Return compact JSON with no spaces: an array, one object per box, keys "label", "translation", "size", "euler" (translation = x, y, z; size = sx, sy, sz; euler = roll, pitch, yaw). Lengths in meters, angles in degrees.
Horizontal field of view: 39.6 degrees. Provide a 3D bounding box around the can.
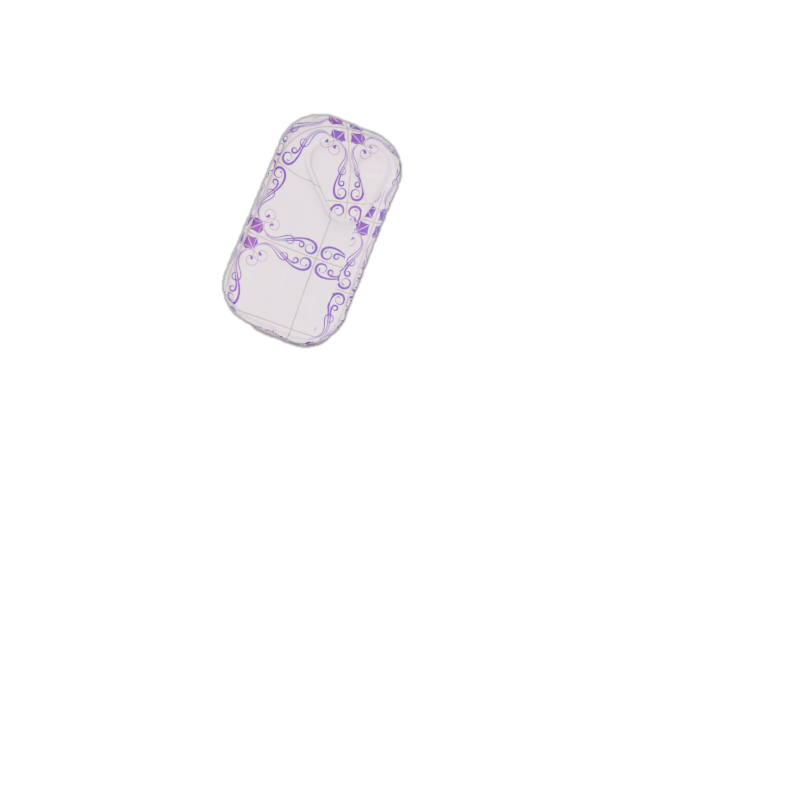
[{"label":"can","translation":[-0.042,-0.077,0.537],"size":[0.058,0.103,0.083],"euler":[22,-6,-1]}]
